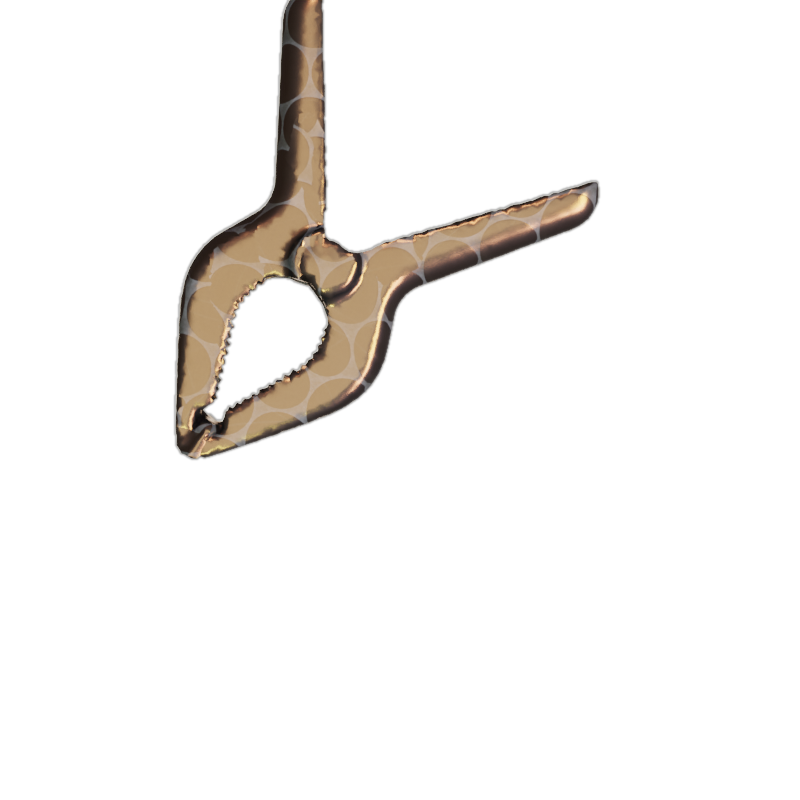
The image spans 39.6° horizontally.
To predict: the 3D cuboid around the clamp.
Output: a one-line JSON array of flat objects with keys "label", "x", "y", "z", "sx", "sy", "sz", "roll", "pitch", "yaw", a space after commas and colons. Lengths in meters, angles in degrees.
[{"label": "clamp", "x": -0.038, "y": -0.070, "z": 0.490, "sx": 0.166, "sy": 0.211, "sz": 0.036, "roll": 43, "pitch": -4, "yaw": 3}]
